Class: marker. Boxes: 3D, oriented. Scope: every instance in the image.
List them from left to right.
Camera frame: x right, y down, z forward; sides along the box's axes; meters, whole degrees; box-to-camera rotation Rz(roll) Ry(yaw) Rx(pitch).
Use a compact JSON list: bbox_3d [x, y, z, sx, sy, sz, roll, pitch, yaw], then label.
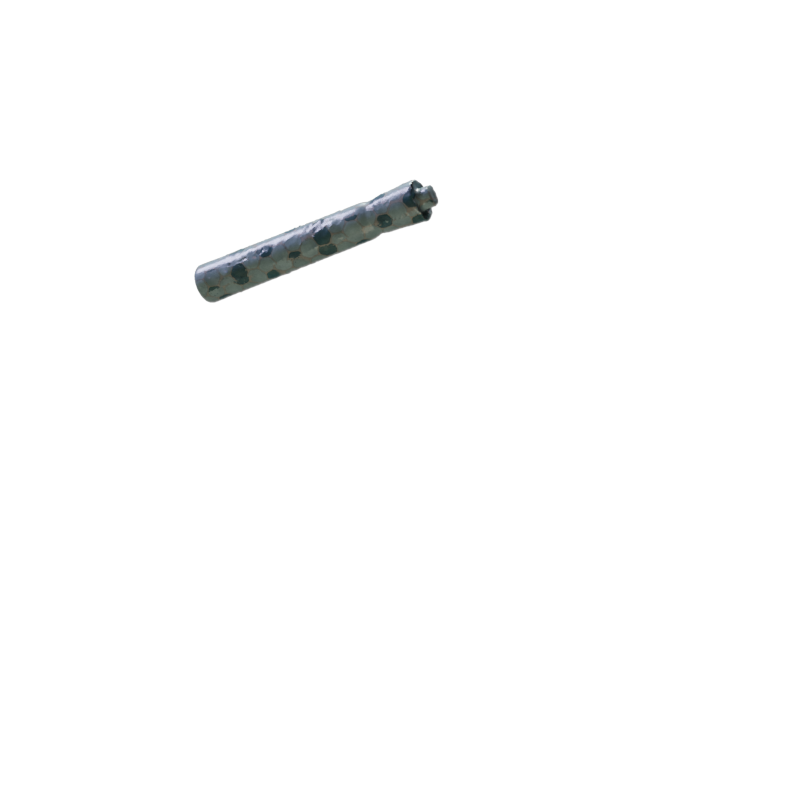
[{"bbox_3d":[-0.039,-0.070,0.493,0.122,0.020,0.019,-17,-4,26],"label":"marker"}]
